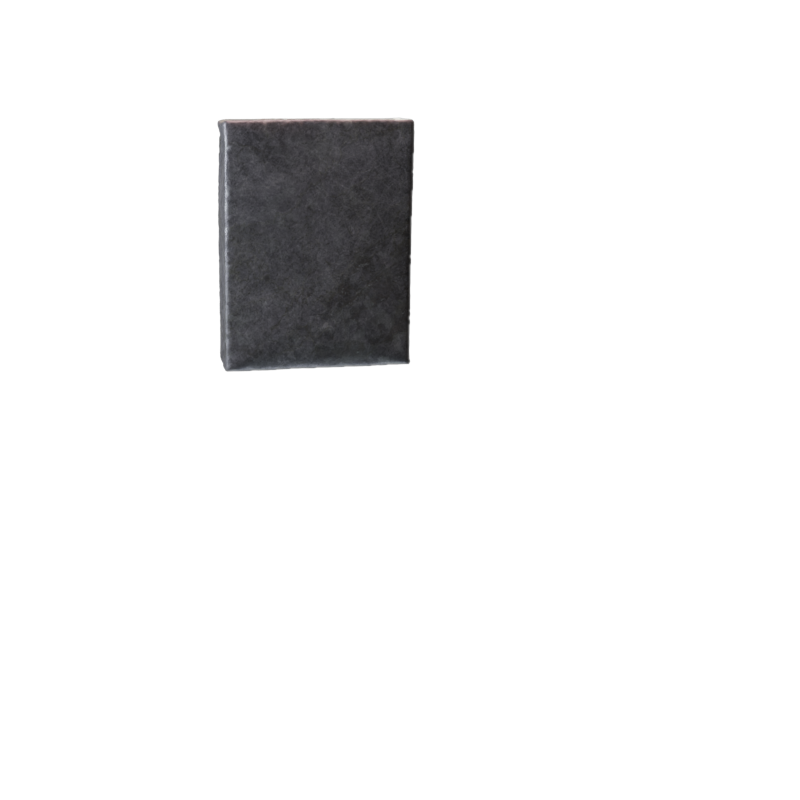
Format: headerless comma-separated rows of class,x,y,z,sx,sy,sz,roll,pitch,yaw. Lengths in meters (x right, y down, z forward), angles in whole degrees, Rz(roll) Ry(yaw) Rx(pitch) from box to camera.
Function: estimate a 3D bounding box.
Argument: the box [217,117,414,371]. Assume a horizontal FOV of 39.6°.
box,-0.075,-0.138,0.964,0.162,0.210,0.074,-2,9,-12
